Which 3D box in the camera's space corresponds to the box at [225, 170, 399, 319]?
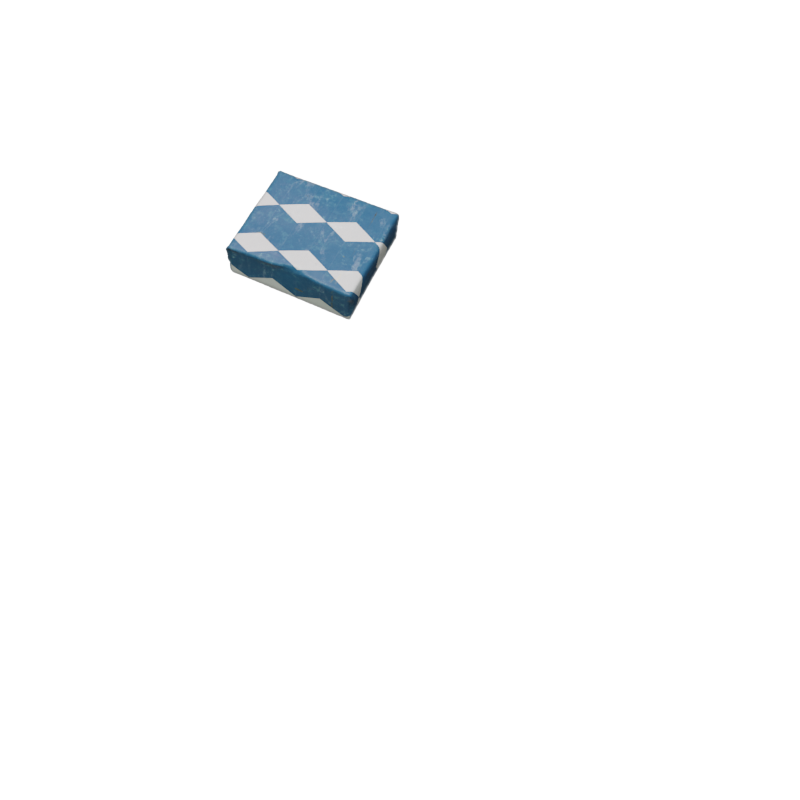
[{"bbox_3d":[-0.056,-0.102,0.714,0.092,0.076,0.028,22,-32,14],"label":"box"}]
